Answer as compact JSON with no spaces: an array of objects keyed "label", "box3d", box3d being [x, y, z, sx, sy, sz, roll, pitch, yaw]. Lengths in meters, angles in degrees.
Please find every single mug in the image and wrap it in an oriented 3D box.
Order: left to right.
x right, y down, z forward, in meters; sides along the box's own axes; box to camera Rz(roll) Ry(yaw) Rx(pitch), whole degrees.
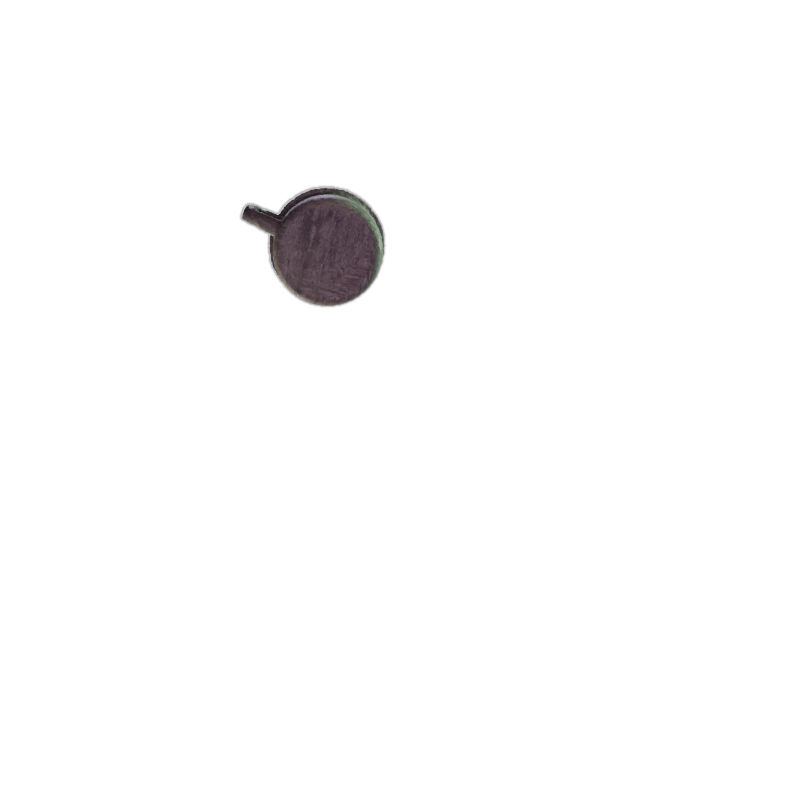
[{"label":"mug","box3d":[-0.066,-0.121,0.846,0.116,0.093,0.083,27,5,-4]}]
